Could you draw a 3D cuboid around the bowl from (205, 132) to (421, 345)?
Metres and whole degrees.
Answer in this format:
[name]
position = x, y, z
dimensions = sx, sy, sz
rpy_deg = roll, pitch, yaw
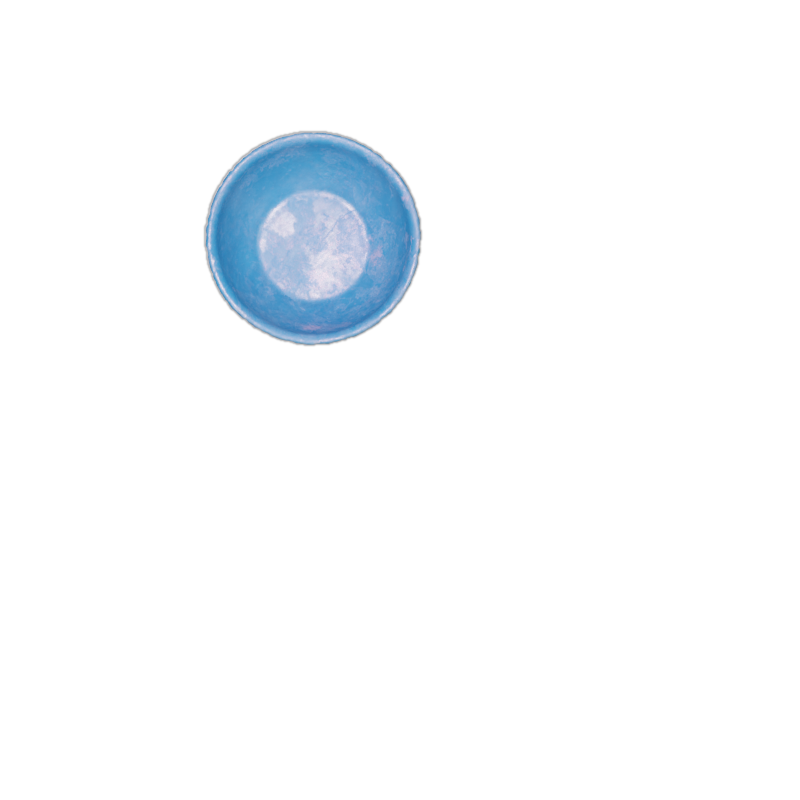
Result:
[bowl]
position = -0.067, -0.122, 0.854
dimensions = 0.162, 0.165, 0.054
rpy_deg = 0, -7, 0
